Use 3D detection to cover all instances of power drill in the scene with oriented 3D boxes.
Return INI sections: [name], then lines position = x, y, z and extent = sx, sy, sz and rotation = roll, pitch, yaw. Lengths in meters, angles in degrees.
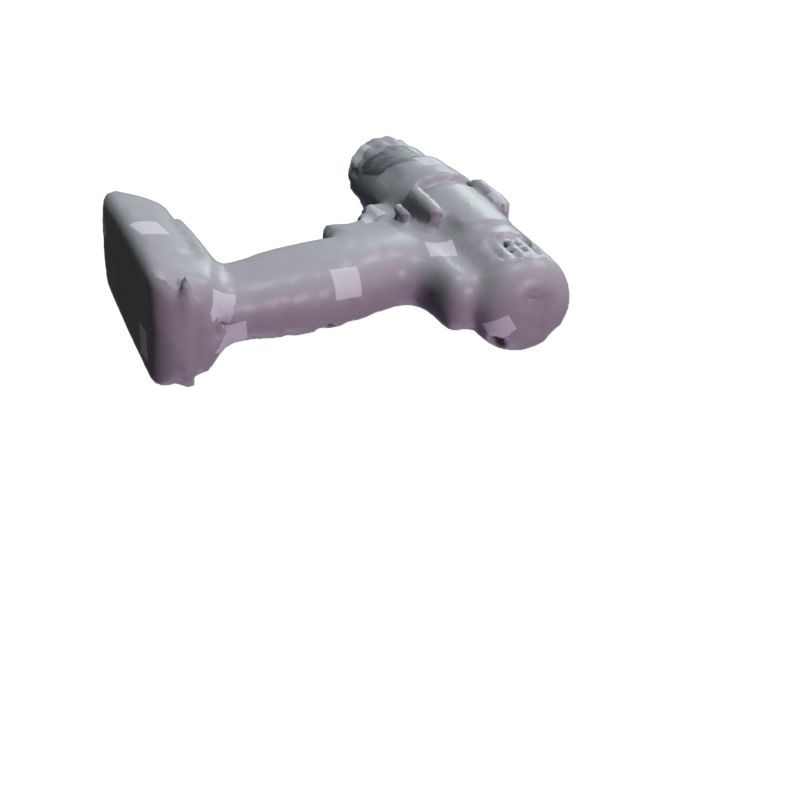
[power drill]
position = -0.041, -0.075, 0.524
extent = 0.185, 0.054, 0.199
rotation = -12, 33, -19
